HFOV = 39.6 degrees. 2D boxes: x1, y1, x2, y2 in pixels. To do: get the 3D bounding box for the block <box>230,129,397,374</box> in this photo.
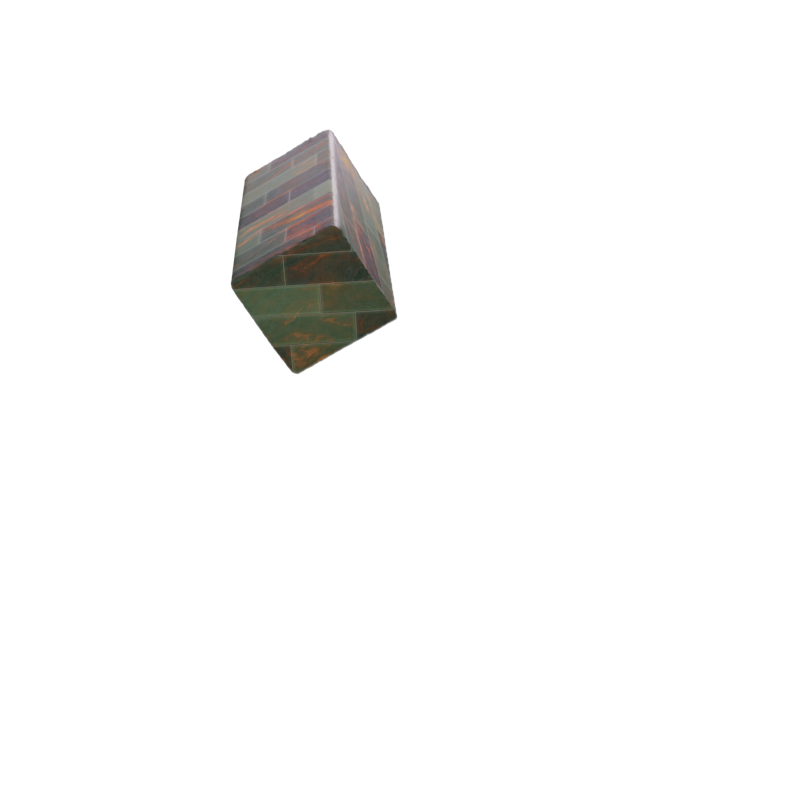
[{"bbox_3d":[-0.069,-0.125,0.873,0.091,0.085,0.219,-29,28,12],"label":"block"}]
